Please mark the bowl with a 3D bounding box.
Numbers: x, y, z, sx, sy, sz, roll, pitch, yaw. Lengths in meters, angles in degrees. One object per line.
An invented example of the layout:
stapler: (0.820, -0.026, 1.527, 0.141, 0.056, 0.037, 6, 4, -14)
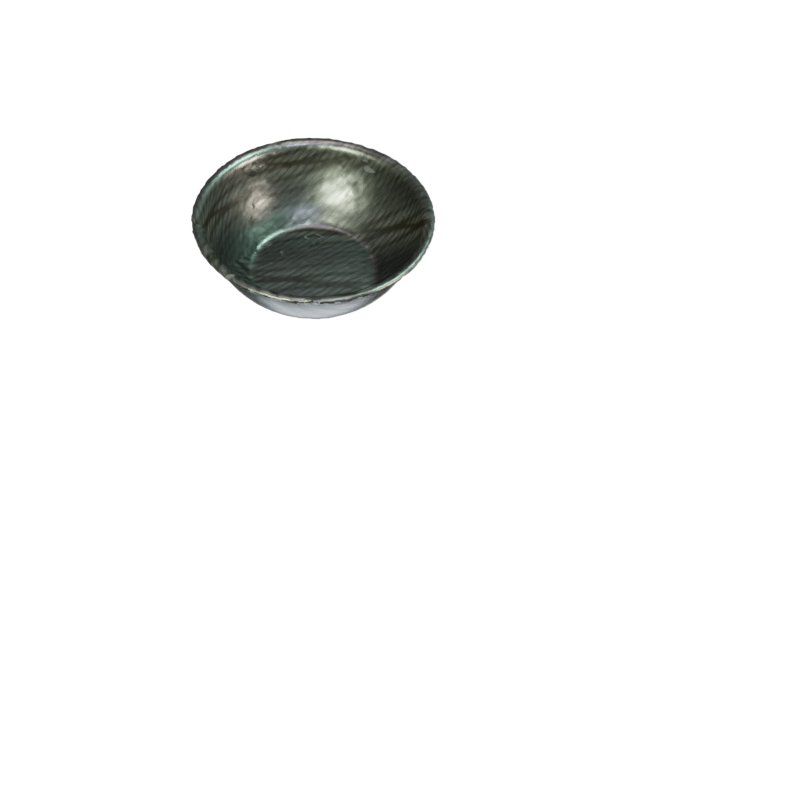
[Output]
bowl: (-0.059, -0.107, 0.753, 0.162, 0.174, 0.051, -1, -42, -1)
